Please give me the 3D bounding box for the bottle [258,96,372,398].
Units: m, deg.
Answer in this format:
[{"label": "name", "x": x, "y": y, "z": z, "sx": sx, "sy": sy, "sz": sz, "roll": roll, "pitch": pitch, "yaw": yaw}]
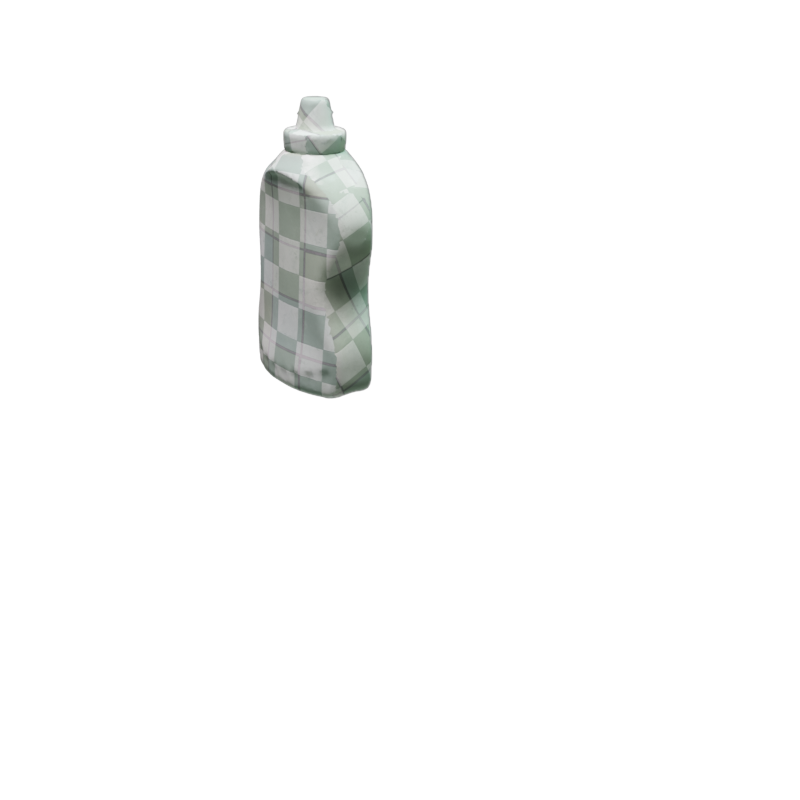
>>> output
[{"label": "bottle", "x": -0.057, "y": -0.105, "z": 0.736, "sx": 0.057, "sy": 0.184, "sz": 0.102, "roll": -10, "pitch": 21, "yaw": -33}]
